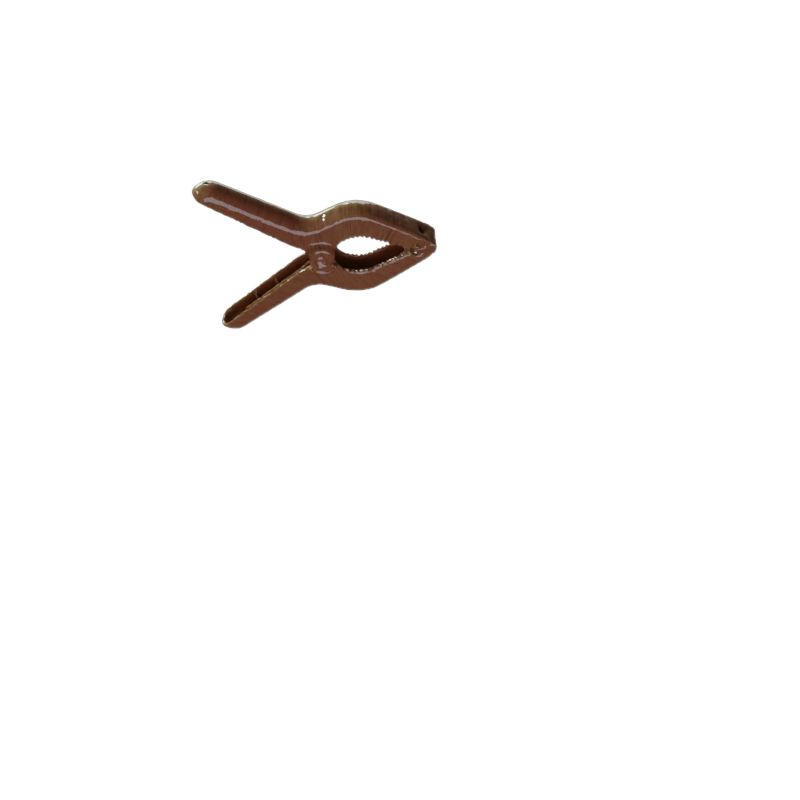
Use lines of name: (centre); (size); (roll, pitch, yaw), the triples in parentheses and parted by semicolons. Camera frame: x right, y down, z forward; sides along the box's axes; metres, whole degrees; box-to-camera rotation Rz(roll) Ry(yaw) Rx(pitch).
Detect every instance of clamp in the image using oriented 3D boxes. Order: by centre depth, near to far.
clamp: (-0.076, -0.139, 0.970); (0.211, 0.039, 0.152); (-9, -46, 8)
